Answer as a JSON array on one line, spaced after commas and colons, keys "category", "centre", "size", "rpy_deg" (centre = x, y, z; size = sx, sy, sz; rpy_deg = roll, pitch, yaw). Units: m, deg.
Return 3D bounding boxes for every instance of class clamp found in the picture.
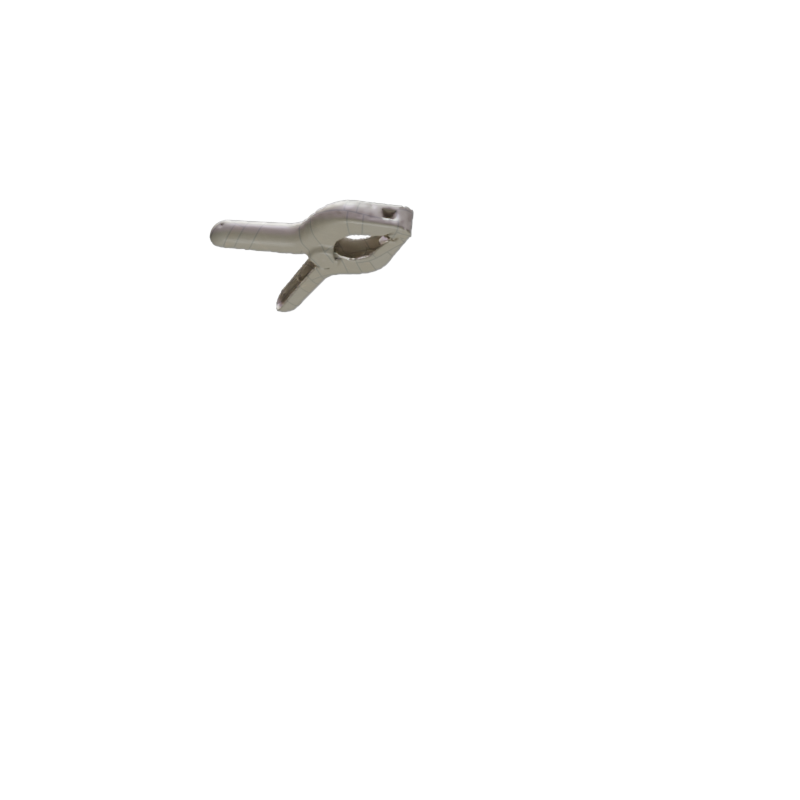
[{"category": "clamp", "centre": [-0.074, -0.134, 0.940], "size": [0.172, 0.042, 0.112], "rpy_deg": [-22, -38, 31]}]
